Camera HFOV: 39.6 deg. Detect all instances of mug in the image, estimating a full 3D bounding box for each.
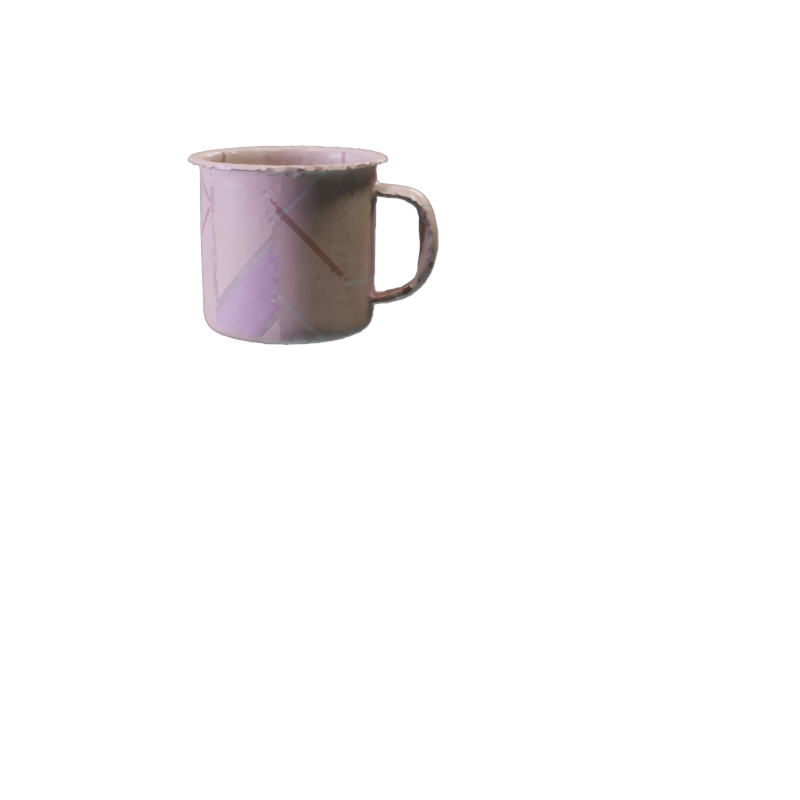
[{"bbox_3d":[-0.041,-0.074,0.519,0.119,0.079,0.095,3,15,8],"label":"mug"}]
